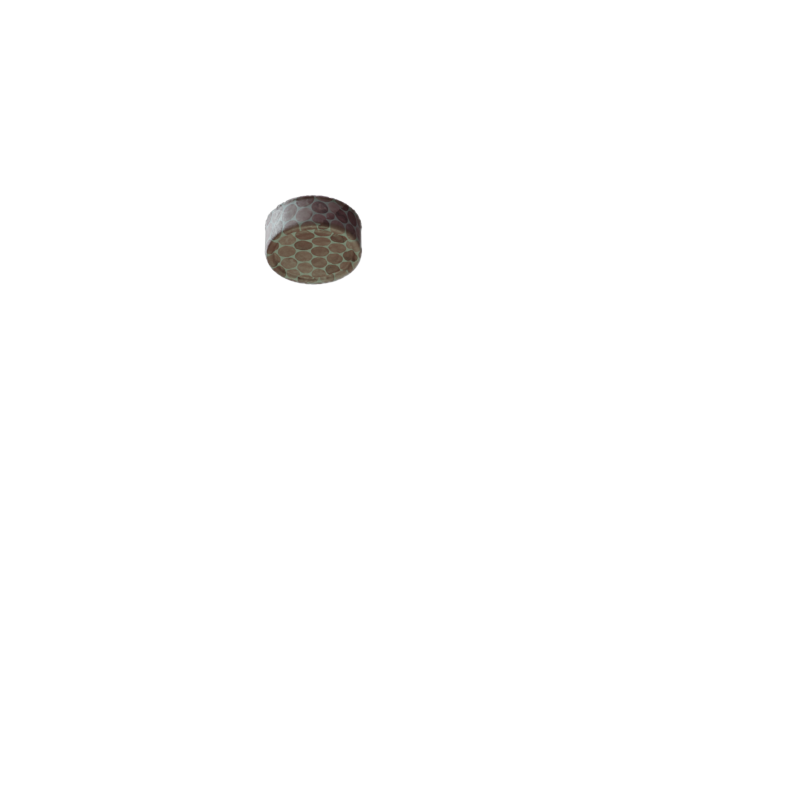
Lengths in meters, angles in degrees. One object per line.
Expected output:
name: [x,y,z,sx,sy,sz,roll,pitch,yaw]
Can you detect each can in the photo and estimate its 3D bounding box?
can: [-0.076,-0.139,0.970,0.086,0.036,0.080,1,-35,-2]
